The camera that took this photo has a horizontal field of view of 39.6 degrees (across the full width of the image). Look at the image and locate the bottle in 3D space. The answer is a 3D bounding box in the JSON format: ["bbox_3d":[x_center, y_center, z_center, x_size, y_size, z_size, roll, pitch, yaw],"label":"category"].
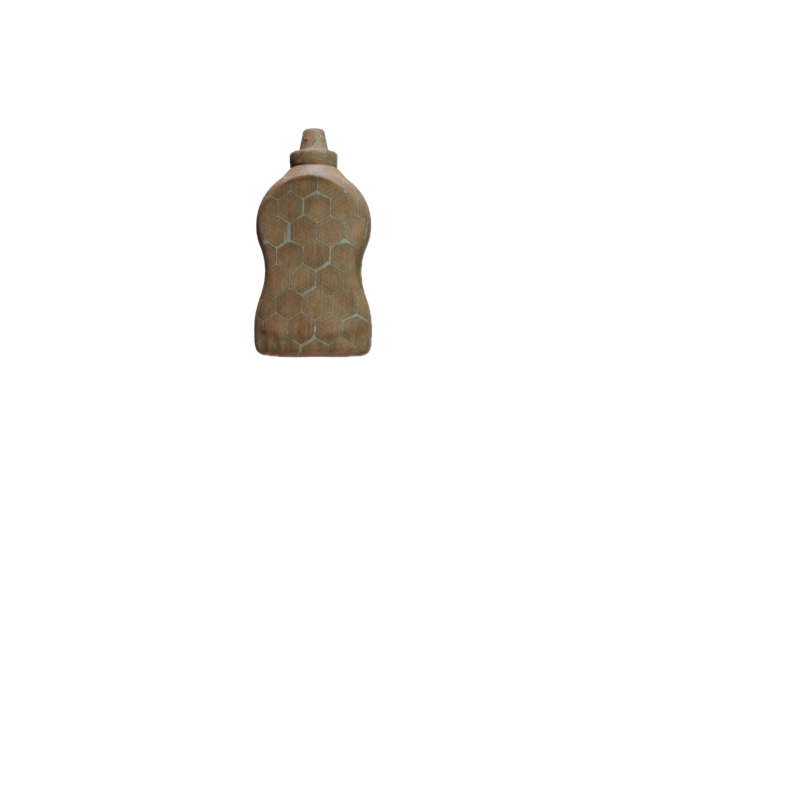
[{"bbox_3d":[-0.073,-0.133,0.929,0.097,0.195,0.057,-1,-7,9],"label":"bottle"}]
